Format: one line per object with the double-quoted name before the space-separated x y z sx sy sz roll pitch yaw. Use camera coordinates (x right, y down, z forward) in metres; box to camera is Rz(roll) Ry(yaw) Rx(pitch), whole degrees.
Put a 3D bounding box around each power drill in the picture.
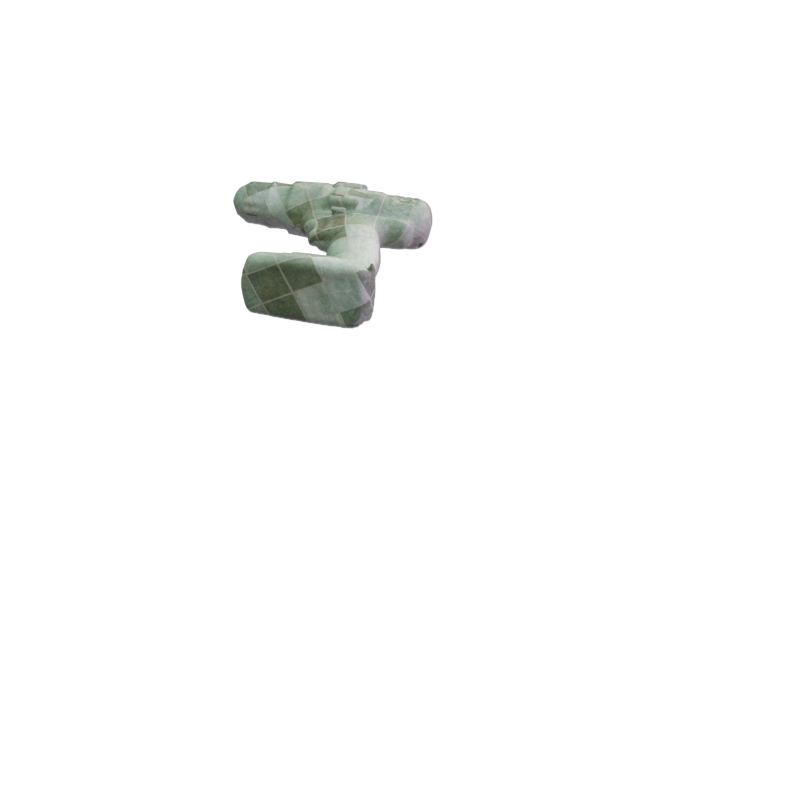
"power drill" -0.075 -0.136 0.952 0.188 0.054 0.196 7 33 10
